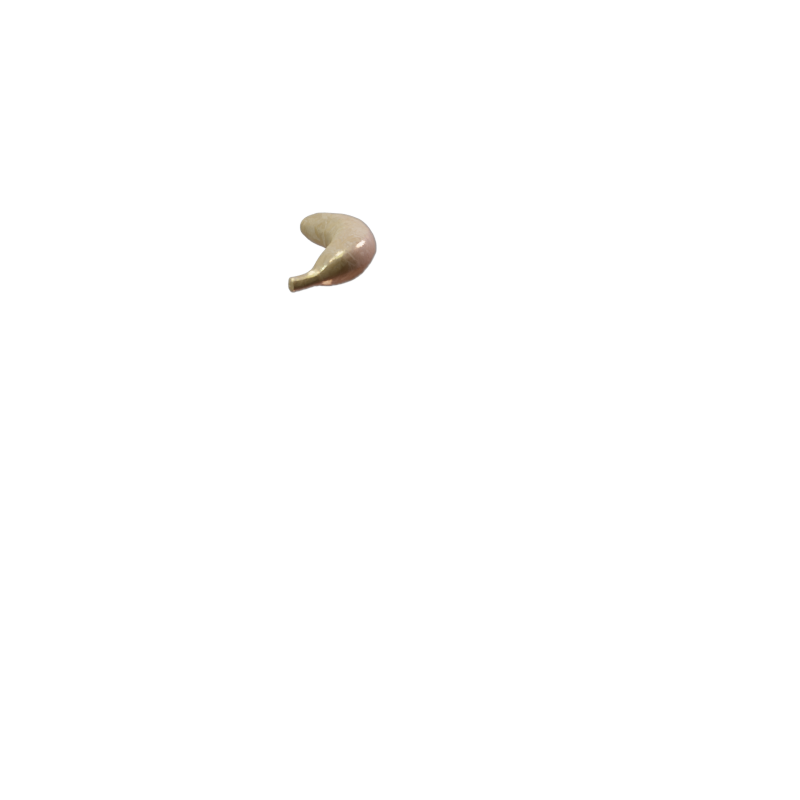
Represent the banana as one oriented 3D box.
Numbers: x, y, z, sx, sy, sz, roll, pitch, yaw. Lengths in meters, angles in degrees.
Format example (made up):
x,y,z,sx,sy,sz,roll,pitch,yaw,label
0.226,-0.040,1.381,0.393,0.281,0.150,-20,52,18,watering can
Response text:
x,y,z,sx,sy,sz,roll,pitch,yaw,label
-0.055,-0.132,0.932,0.070,0.035,0.205,0,20,-1,banana
